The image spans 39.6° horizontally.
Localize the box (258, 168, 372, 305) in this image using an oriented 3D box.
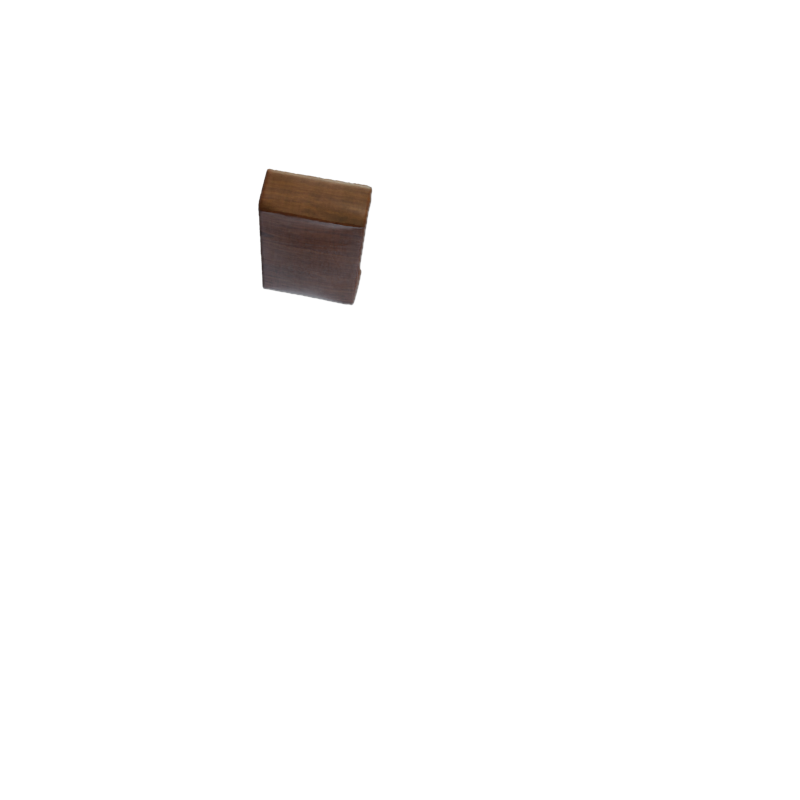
[{"bbox_3d":[-0.078,-0.142,0.997,0.094,0.050,0.169,11,-16,0],"label":"box"}]
